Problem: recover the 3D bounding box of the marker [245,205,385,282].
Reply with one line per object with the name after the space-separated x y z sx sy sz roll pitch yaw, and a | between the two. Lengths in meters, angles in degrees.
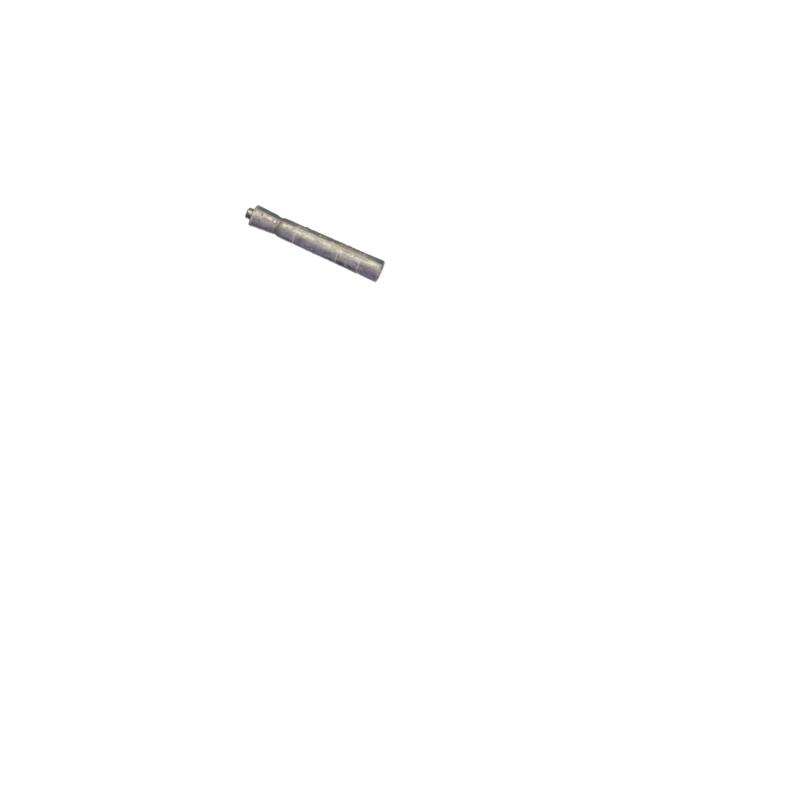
-0.071 -0.129 0.906 0.123 0.020 0.020 25 7 9 | marker
